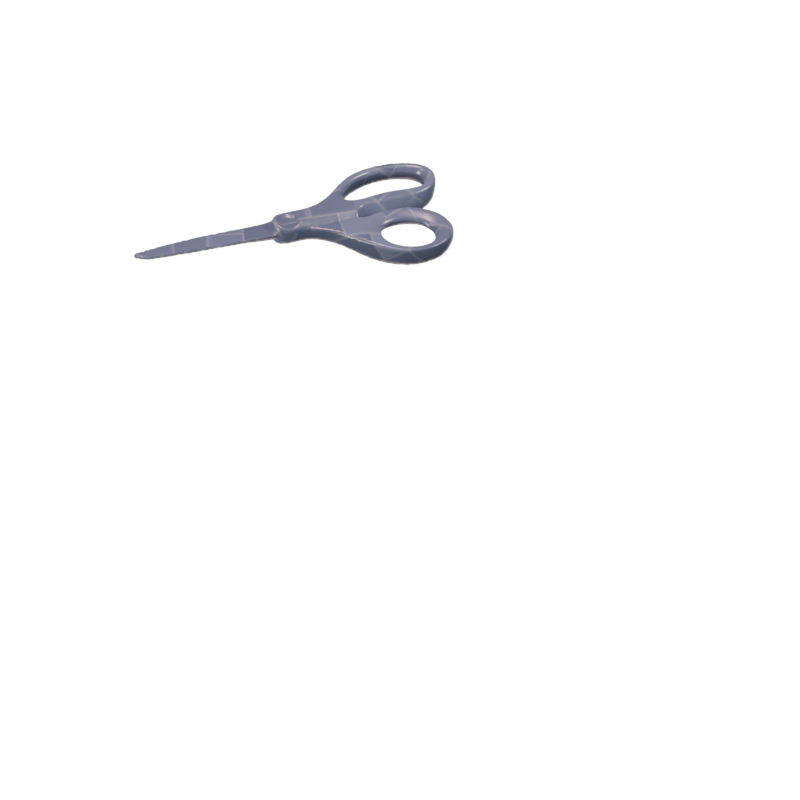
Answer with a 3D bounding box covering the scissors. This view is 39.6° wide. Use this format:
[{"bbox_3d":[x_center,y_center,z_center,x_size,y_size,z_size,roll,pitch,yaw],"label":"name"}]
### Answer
[{"bbox_3d":[-0.054,-0.098,0.689,0.201,0.015,0.104,-26,51,-23],"label":"scissors"}]
